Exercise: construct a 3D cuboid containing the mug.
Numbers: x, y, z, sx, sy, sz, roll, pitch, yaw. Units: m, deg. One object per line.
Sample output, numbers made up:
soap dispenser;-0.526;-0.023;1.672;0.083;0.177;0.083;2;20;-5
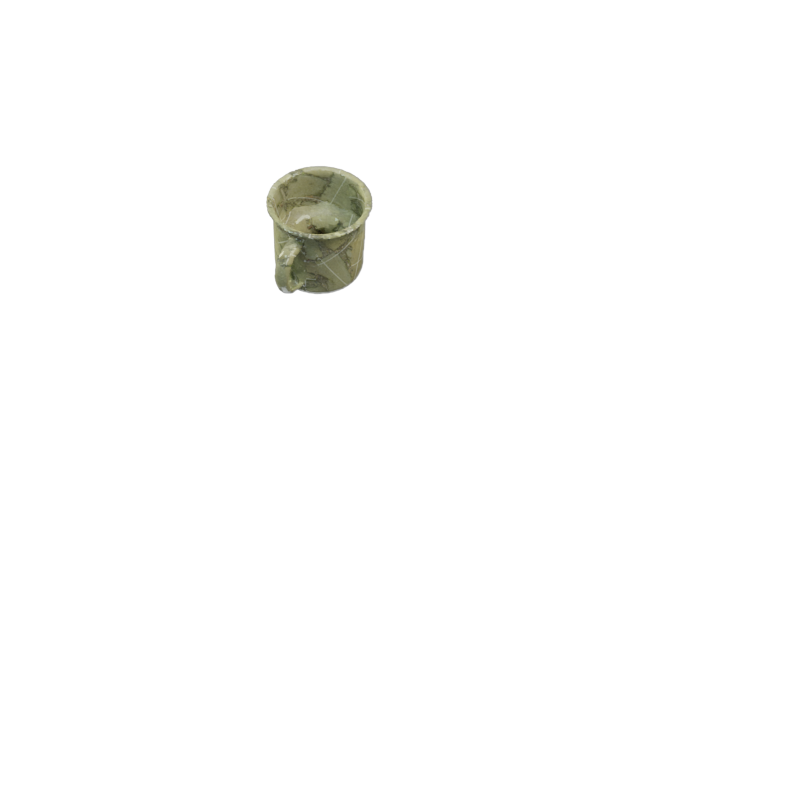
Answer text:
mug;-0.077;-0.141;0.989;0.096;0.122;0.076;19;-39;14
